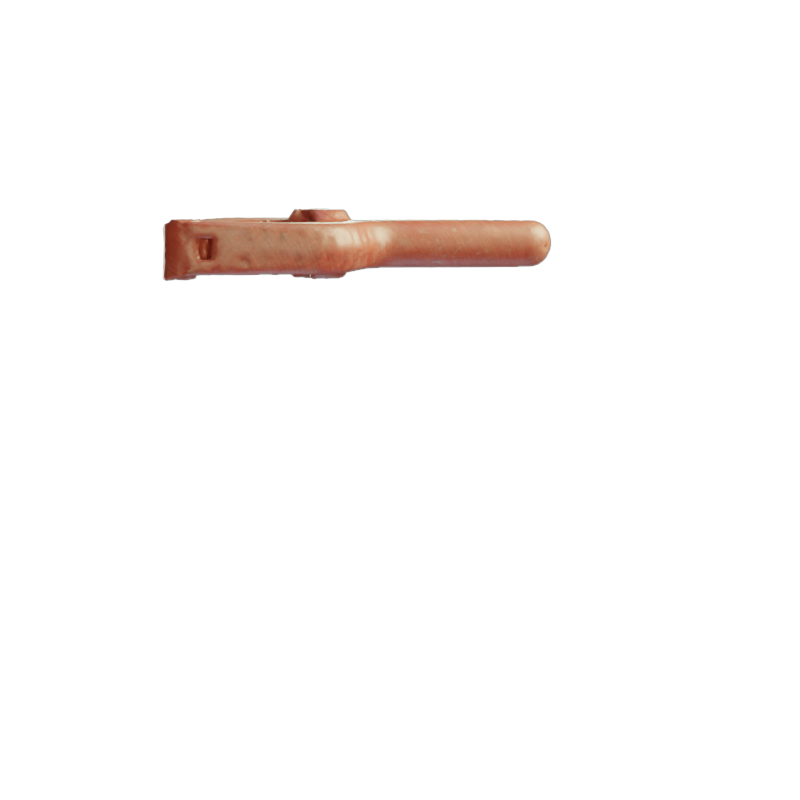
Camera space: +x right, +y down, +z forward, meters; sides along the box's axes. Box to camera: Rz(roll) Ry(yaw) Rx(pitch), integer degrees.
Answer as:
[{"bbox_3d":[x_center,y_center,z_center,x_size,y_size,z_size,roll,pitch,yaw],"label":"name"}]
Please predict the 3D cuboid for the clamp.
[{"bbox_3d":[-0.047,-0.085,0.596,0.203,0.036,0.172,-9,14,-40],"label":"clamp"}]
